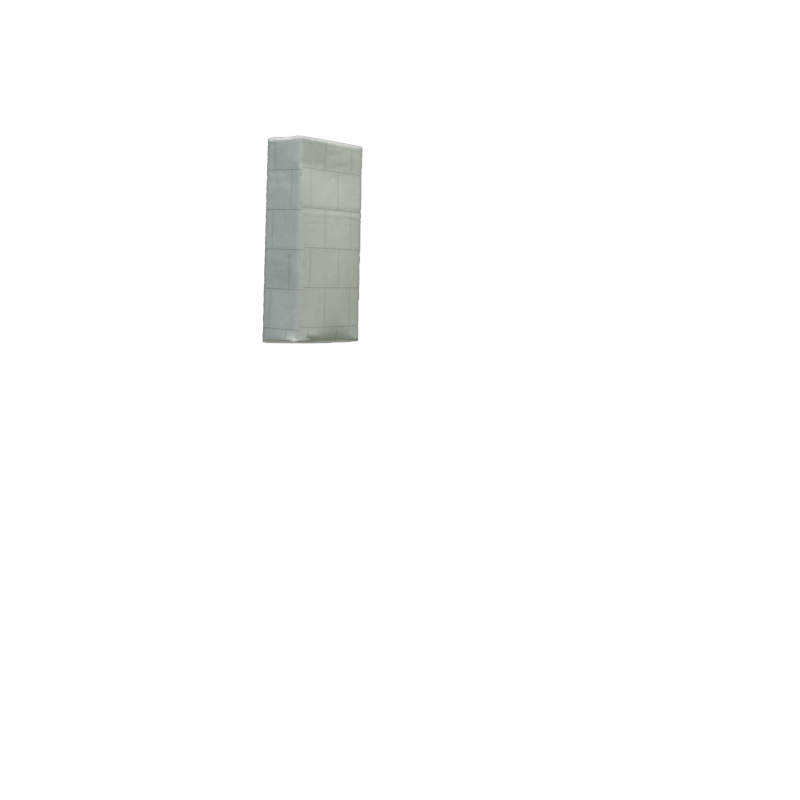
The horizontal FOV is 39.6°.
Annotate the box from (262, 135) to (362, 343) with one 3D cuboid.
[{"bbox_3d":[-0.076,-0.138,0.969,0.050,0.177,0.090,-2,-2,34],"label":"box"}]
